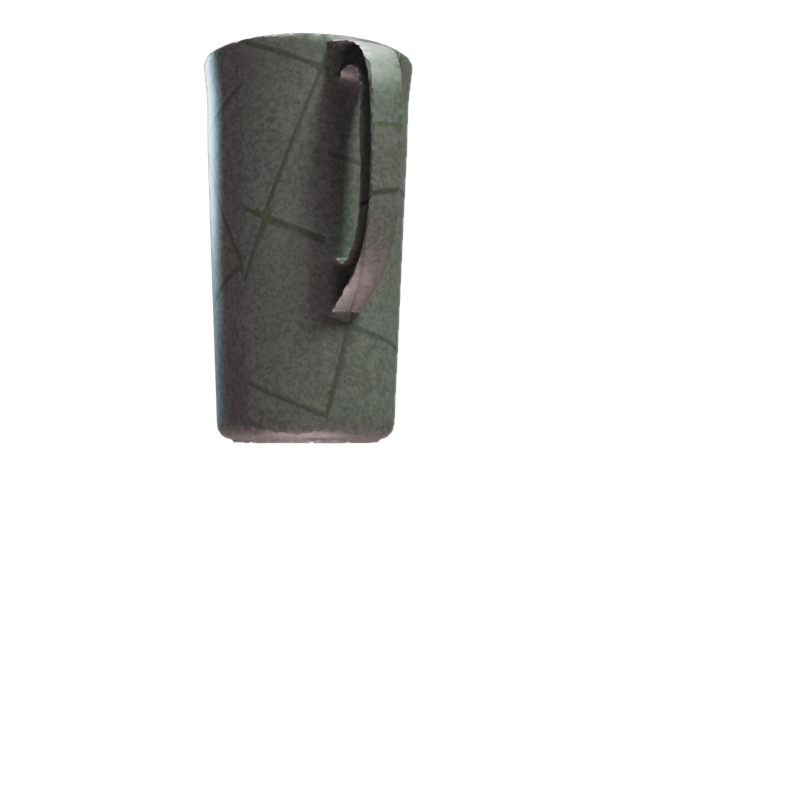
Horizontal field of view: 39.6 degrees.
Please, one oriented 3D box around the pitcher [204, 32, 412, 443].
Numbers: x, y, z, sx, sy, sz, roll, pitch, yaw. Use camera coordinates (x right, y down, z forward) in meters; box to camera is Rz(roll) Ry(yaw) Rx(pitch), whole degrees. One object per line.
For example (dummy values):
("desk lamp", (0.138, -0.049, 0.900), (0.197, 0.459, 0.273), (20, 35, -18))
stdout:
("pitcher", (-0.053, -0.097, 0.680), (0.148, 0.248, 0.143), (-3, -8, 16))
